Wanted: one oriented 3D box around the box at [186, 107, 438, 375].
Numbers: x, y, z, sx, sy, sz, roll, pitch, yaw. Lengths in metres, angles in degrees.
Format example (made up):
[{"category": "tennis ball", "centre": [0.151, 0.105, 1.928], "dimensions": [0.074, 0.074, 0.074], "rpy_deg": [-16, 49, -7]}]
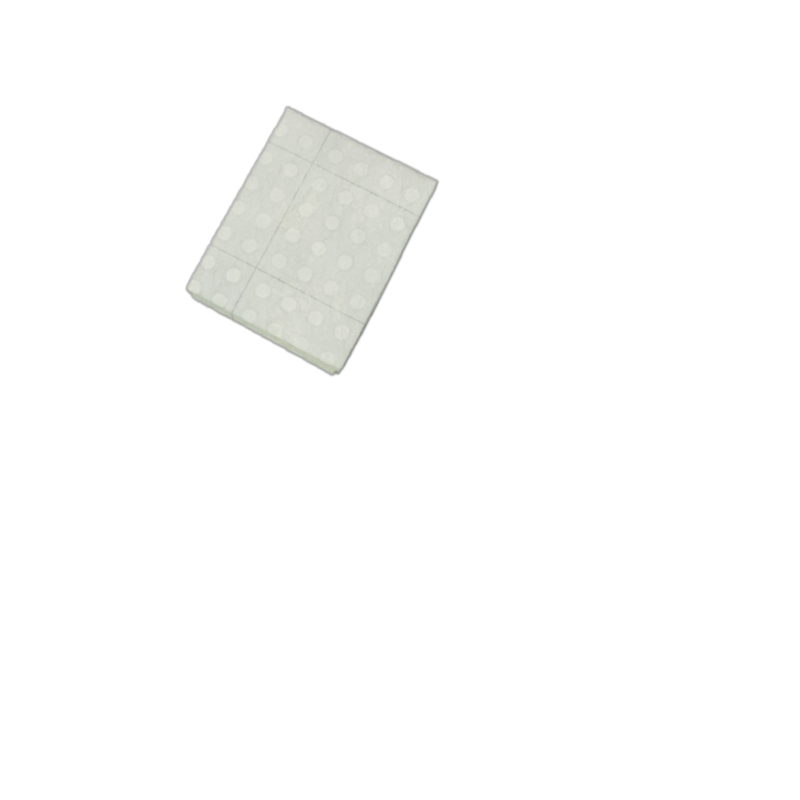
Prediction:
[{"category": "box", "centre": [-0.045, -0.083, 0.582], "dimensions": [0.091, 0.115, 0.038], "rpy_deg": [27, -11, 5]}]
